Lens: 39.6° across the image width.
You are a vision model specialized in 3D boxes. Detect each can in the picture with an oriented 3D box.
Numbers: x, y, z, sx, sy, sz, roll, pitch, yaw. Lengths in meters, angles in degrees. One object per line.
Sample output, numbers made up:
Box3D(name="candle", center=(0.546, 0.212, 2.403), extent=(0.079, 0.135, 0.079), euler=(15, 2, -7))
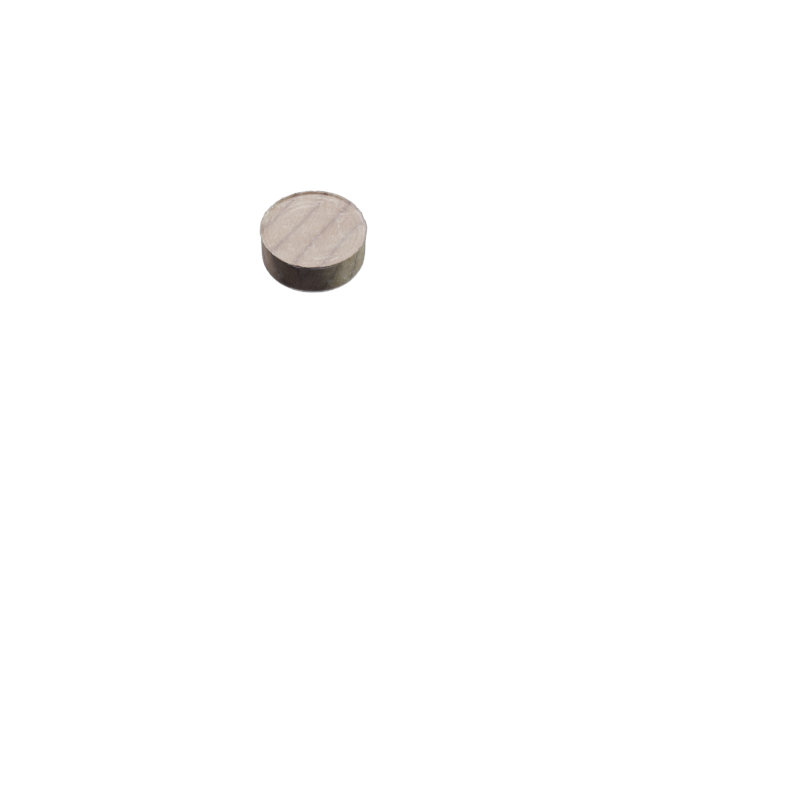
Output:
Box3D(name="can", center=(-0.070, -0.128, 0.897), extent=(0.086, 0.092, 0.031), euler=(-1, -40, -1))
